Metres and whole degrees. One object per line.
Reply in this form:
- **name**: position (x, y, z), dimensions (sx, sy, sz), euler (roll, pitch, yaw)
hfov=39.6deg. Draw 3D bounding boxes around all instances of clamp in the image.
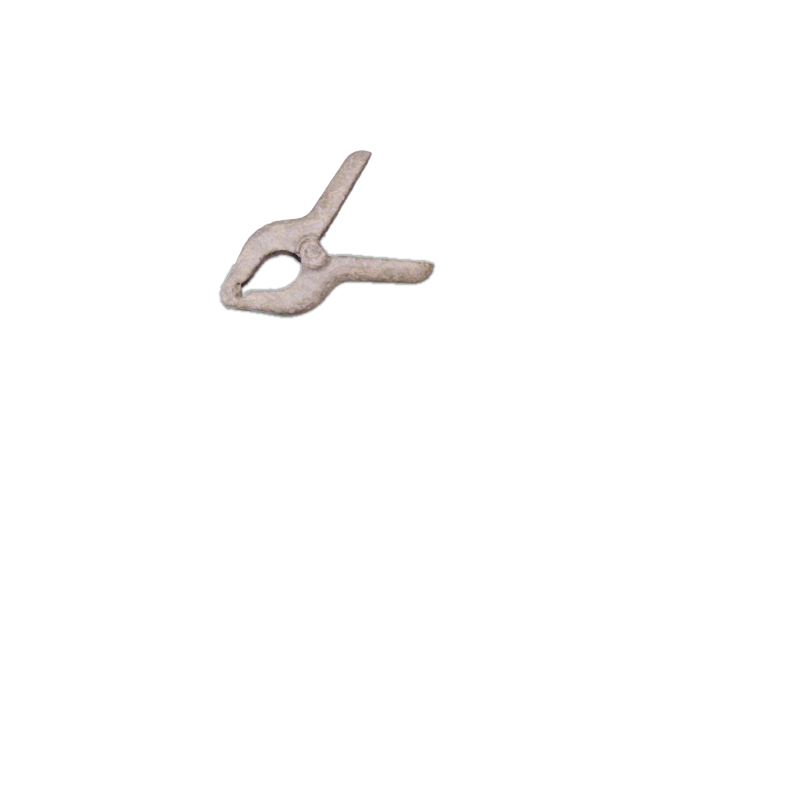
- **clamp**: position (-0.070, -0.129, 0.900), dimensions (0.171, 0.126, 0.038), euler (-19, -17, -6)
